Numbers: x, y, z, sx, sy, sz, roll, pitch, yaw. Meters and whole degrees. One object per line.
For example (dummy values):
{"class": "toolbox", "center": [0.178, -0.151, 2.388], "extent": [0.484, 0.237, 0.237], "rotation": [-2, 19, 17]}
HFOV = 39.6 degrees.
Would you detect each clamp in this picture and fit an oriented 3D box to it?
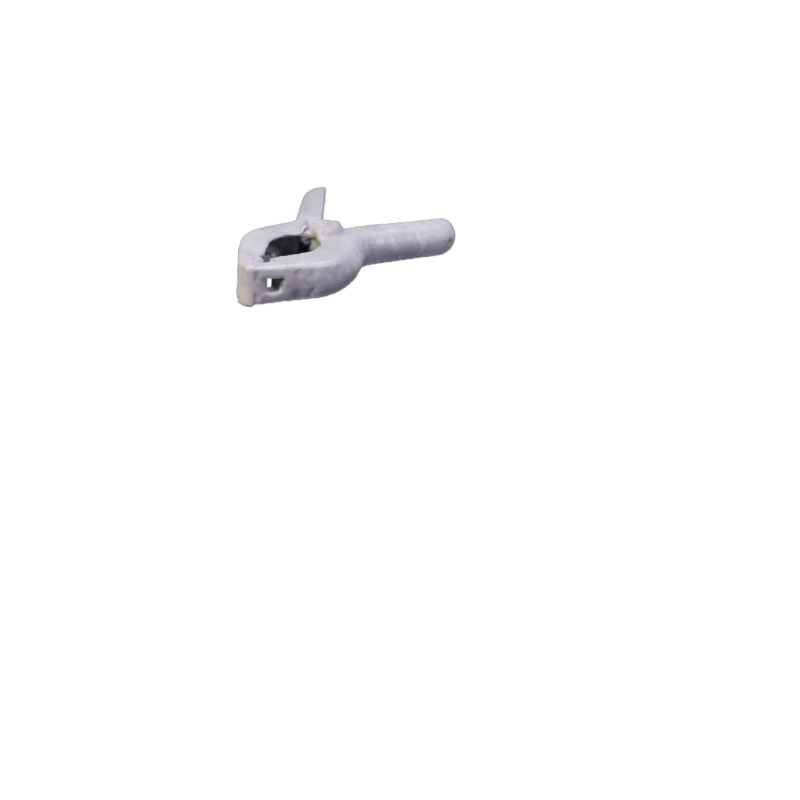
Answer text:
{"class": "clamp", "center": [-0.058, -0.105, 0.736], "extent": [0.127, 0.037, 0.169], "rotation": [18, 29, 37]}
